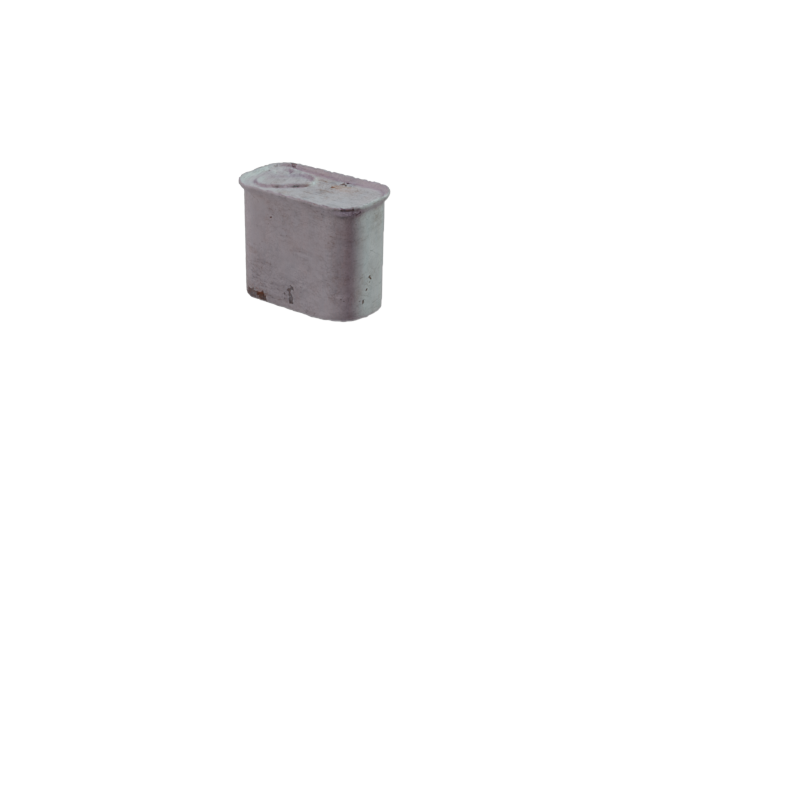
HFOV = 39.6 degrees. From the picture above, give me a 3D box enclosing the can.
[{"bbox_3d":[-0.059,-0.107,0.747,0.107,0.079,0.057,19,31,31],"label":"can"}]
